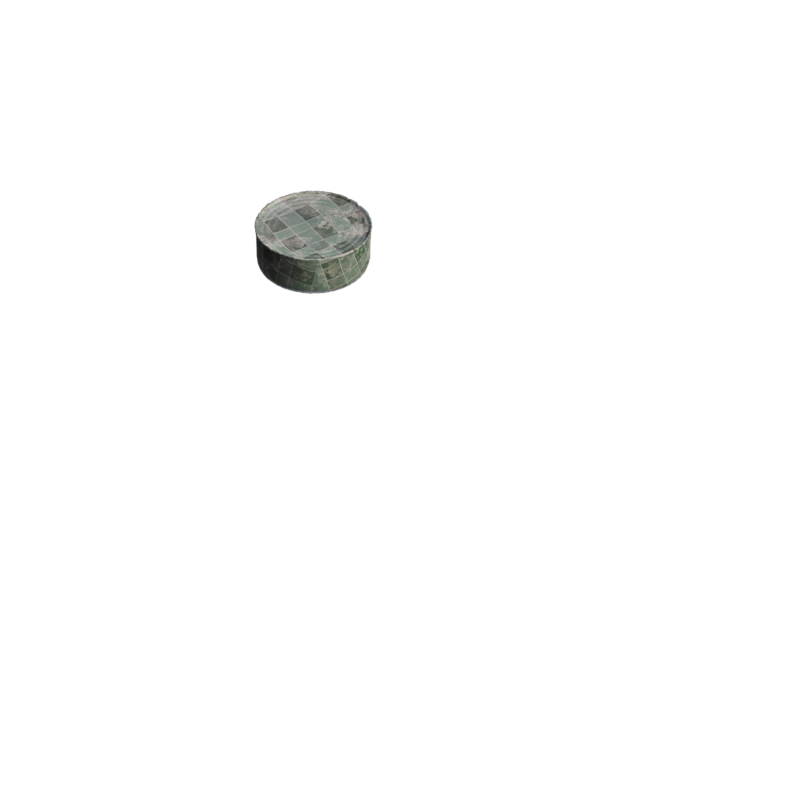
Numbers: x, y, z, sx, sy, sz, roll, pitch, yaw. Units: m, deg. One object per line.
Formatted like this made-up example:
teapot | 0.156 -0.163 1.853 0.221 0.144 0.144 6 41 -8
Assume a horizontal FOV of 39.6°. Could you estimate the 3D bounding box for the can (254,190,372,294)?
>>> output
can | -0.064 -0.116 0.815 0.086 0.031 0.092 -1 41 -2
